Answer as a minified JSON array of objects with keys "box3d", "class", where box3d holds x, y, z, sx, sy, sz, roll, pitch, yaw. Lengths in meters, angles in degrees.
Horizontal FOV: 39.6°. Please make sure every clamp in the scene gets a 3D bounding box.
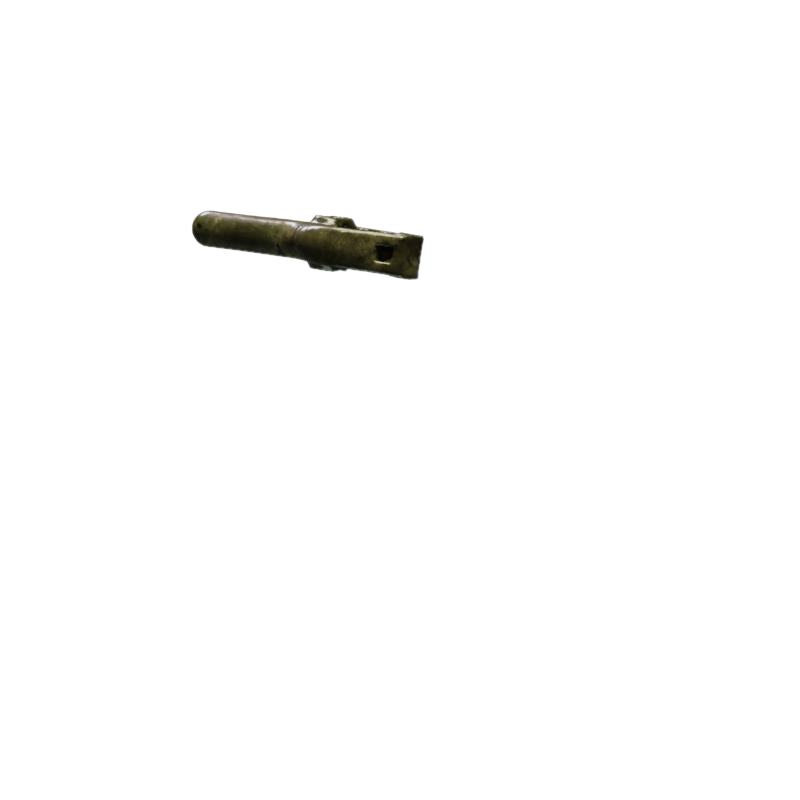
[{"box3d":[-0.057,-0.104,0.728,0.116,0.039,0.180,-7,13,-31],"class":"clamp"}]
